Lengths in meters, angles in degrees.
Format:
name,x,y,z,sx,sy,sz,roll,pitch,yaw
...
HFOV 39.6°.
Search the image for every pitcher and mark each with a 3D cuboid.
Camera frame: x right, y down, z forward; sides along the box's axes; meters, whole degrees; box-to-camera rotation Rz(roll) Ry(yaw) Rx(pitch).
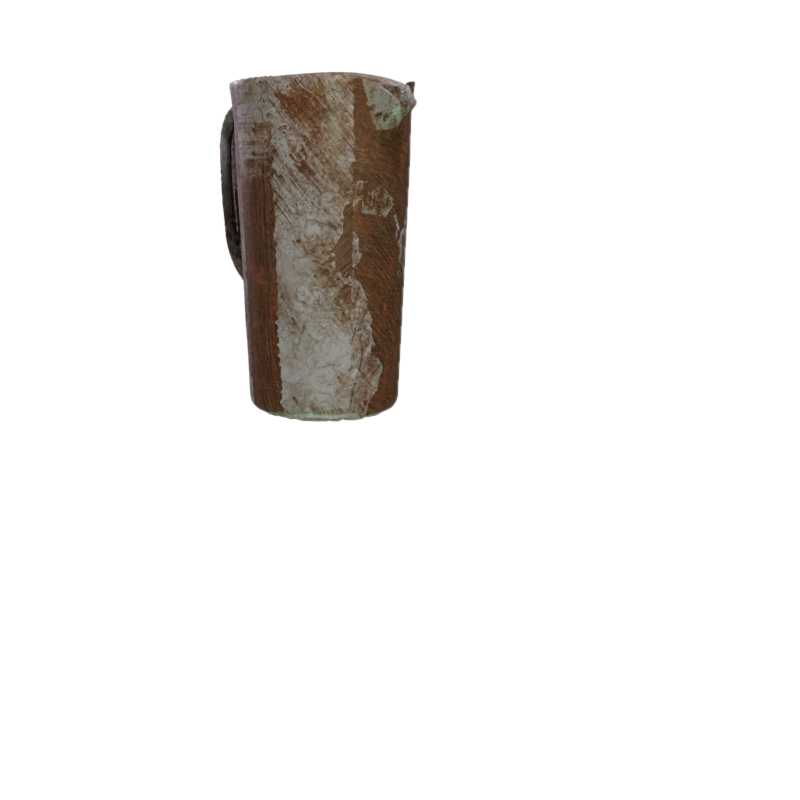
name,x,y,z,sx,sy,sz,roll,pitch,yaw
pitcher,-0.063,-0.115,0.808,0.145,0.241,0.151,0,5,-3
